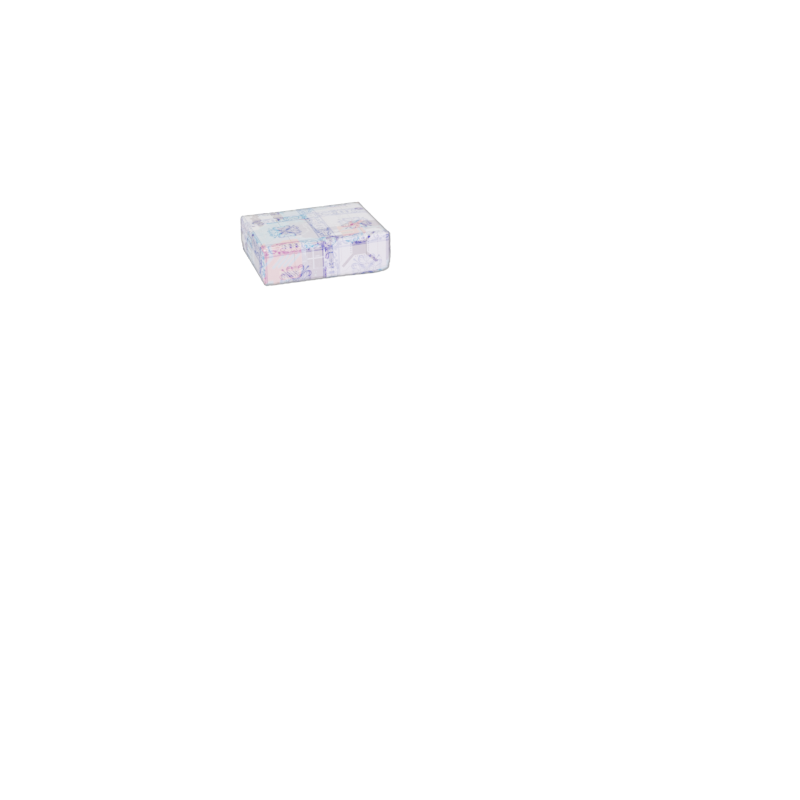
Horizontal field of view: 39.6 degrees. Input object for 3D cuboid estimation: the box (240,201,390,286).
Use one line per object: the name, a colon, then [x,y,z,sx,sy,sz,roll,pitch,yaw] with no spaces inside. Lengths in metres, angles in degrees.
box: [-0.075,-0.136,0.956,0.112,0.037,0.096,-8,28,-15]
